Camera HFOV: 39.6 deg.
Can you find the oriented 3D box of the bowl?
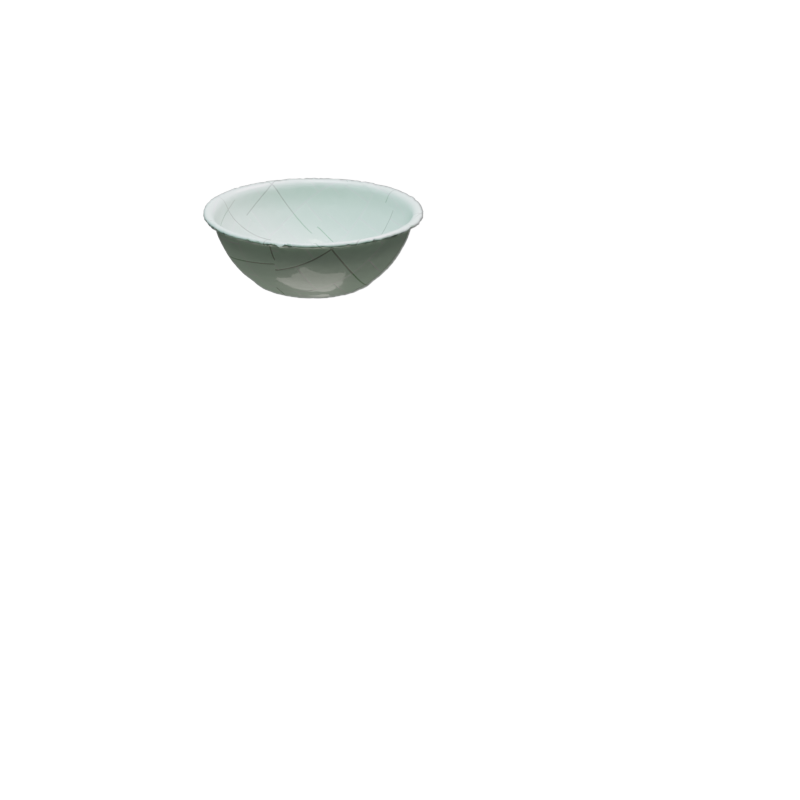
[{"bbox_3d":[-0.064,-0.117,0.823,0.162,0.052,0.171,-1,26,-2],"label":"bowl"}]
